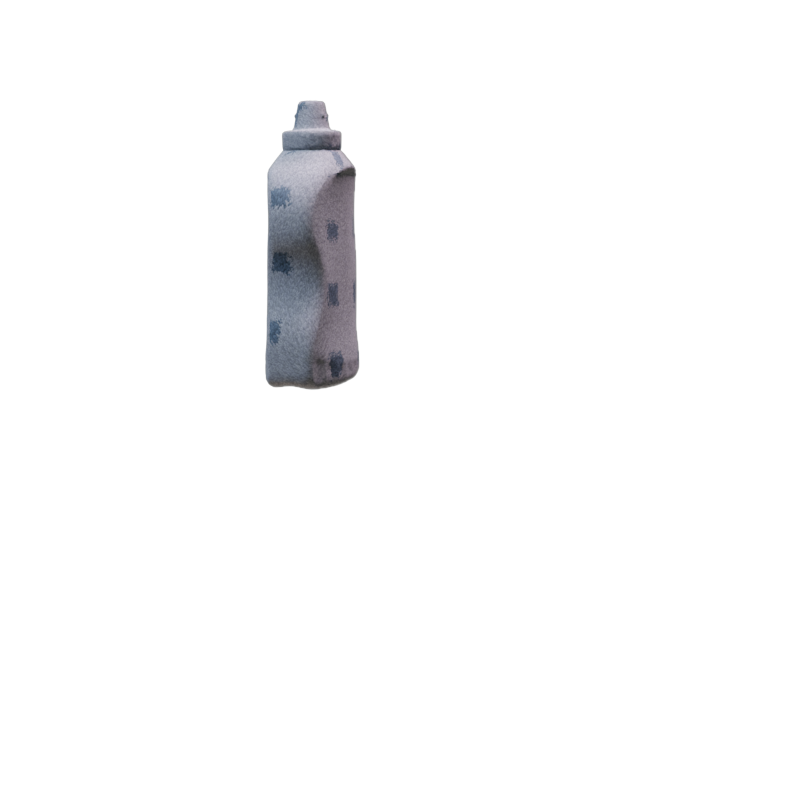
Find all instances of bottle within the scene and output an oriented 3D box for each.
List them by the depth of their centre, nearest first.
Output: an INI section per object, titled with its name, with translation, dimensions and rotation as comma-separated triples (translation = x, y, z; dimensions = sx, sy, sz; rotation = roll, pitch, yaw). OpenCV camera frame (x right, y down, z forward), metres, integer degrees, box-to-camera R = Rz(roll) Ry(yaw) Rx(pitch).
[bottle]
translation = -0.060, -0.109, 0.761
dimensions = 0.060, 0.190, 0.094
rotation = 1, 5, 19
